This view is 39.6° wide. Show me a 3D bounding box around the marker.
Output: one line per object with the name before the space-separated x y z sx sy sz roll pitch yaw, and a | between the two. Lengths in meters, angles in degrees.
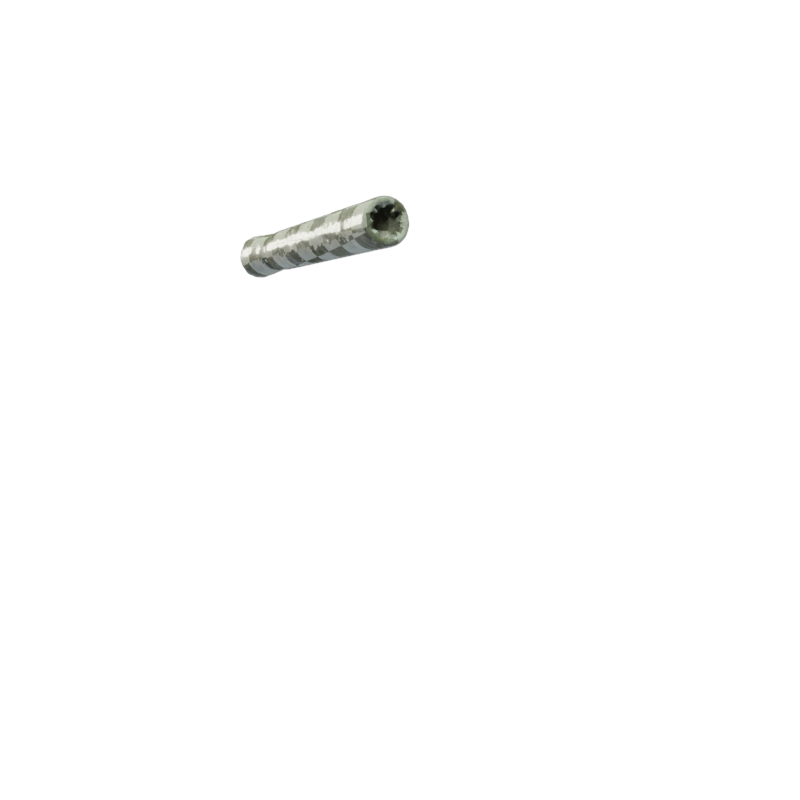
marker | -0.035 -0.064 0.447 0.019 0.020 0.124 -2 1 -29
